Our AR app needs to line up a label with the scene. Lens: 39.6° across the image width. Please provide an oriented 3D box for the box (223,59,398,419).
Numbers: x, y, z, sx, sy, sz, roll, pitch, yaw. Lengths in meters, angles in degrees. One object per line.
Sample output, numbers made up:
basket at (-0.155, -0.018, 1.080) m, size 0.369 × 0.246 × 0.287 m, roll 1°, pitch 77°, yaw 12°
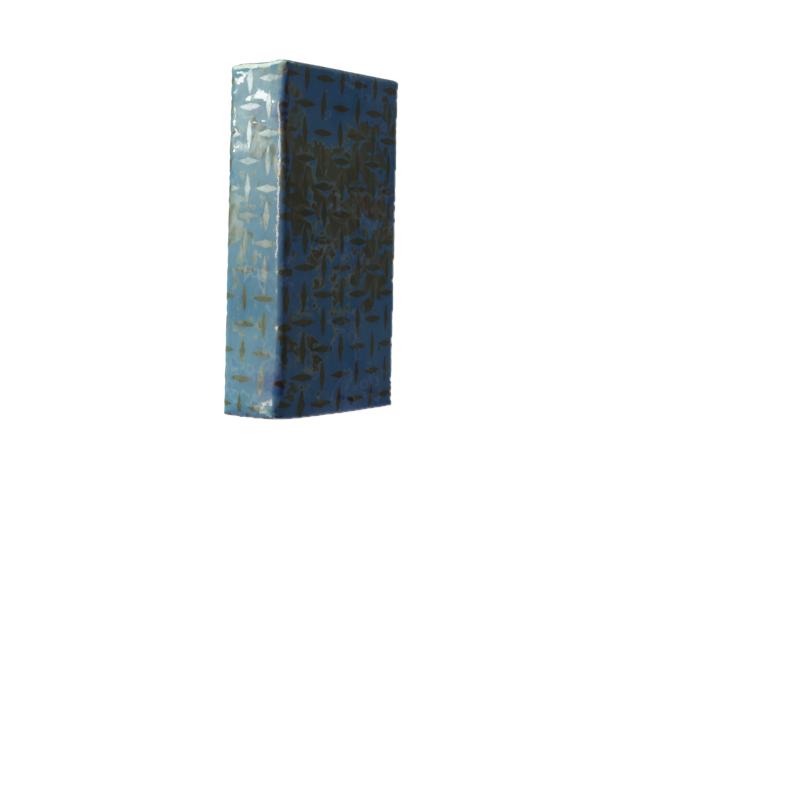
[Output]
box at (-0.045, -0.082, 0.576) m, size 0.050 × 0.177 × 0.090 m, roll -1°, pitch 0°, yaw 38°
